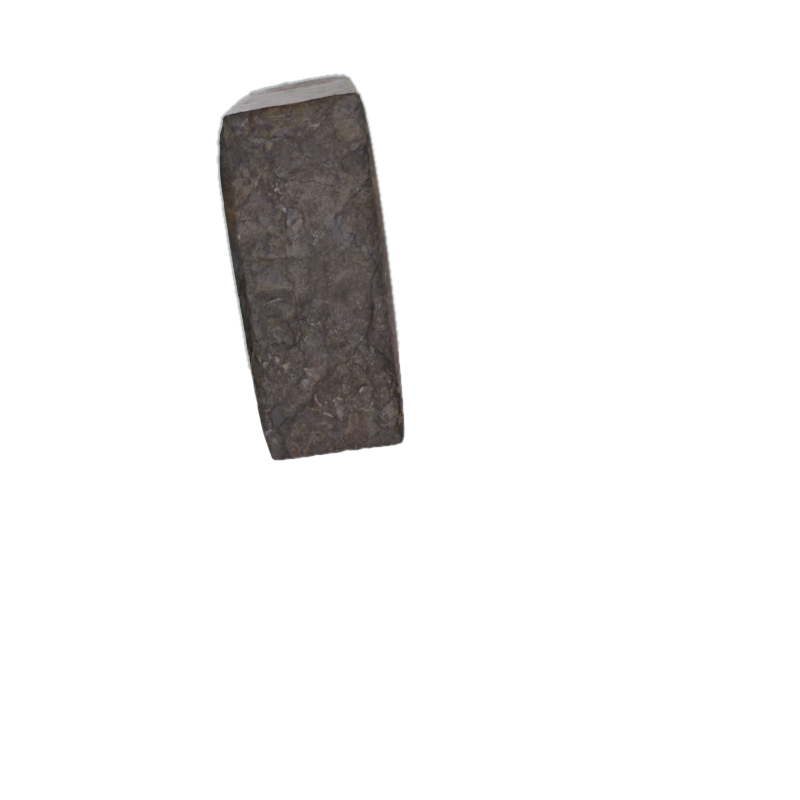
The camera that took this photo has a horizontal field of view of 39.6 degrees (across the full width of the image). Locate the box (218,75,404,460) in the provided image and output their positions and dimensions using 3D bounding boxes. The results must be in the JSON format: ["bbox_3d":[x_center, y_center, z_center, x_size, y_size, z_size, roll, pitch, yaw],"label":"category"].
[{"bbox_3d":[-0.047,-0.085,0.596,0.072,0.159,0.221,-8,16,-1],"label":"box"}]
